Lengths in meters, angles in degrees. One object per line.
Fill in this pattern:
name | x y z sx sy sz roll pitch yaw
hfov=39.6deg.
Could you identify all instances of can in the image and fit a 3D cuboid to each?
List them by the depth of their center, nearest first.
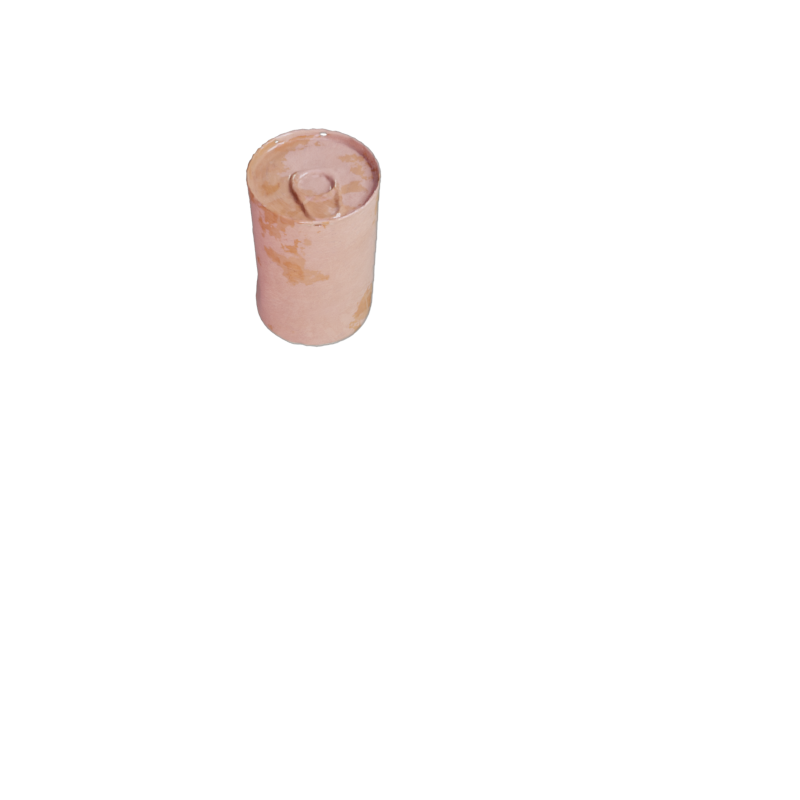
can | -0.046 -0.084 0.592 0.068 0.073 0.095 0 -39 -3
